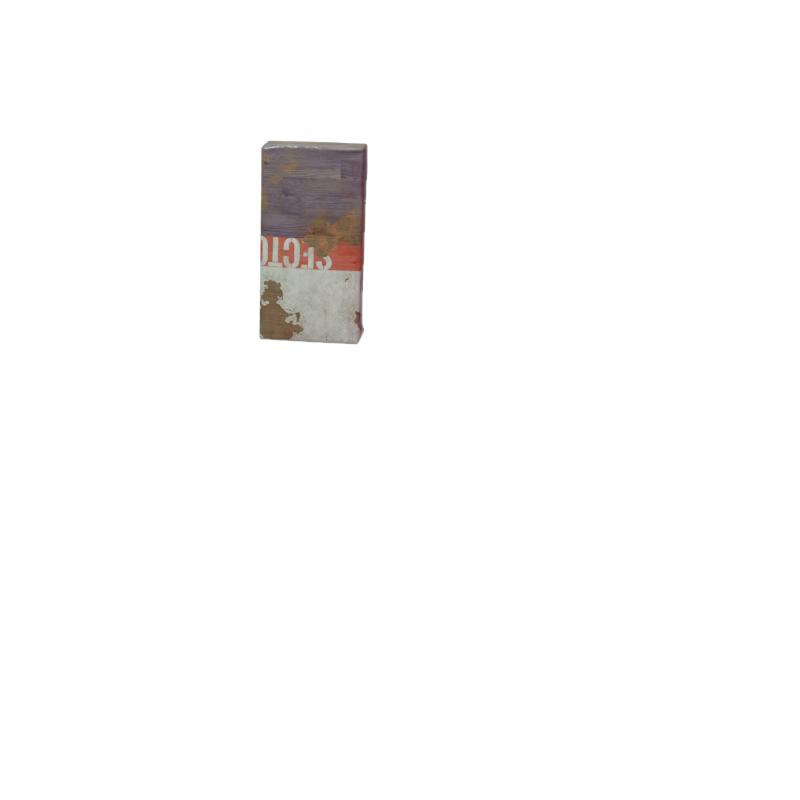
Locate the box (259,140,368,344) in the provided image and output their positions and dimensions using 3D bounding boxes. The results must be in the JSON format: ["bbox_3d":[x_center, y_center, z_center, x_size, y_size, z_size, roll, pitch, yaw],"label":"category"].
[{"bbox_3d":[-0.078,-0.141,0.990,0.094,0.171,0.049,3,14,6],"label":"box"}]
